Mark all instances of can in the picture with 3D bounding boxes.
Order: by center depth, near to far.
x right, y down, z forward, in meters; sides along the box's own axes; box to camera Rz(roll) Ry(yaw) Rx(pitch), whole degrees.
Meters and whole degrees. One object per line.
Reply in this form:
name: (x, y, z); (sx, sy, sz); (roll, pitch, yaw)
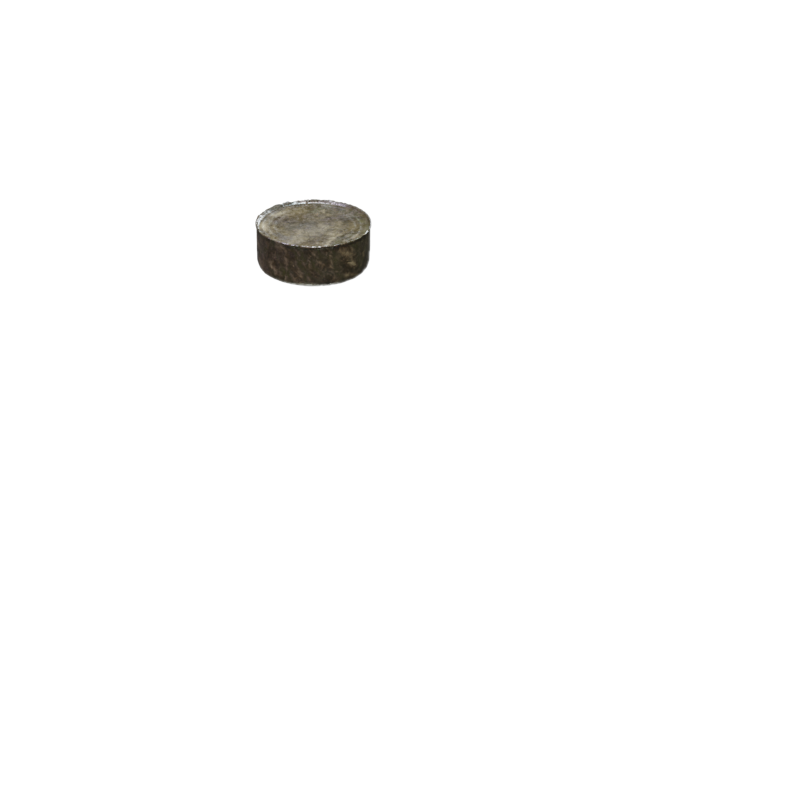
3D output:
can: (-0.065, -0.118, 0.825); (0.086, 0.032, 0.091); (-1, 31, -2)
